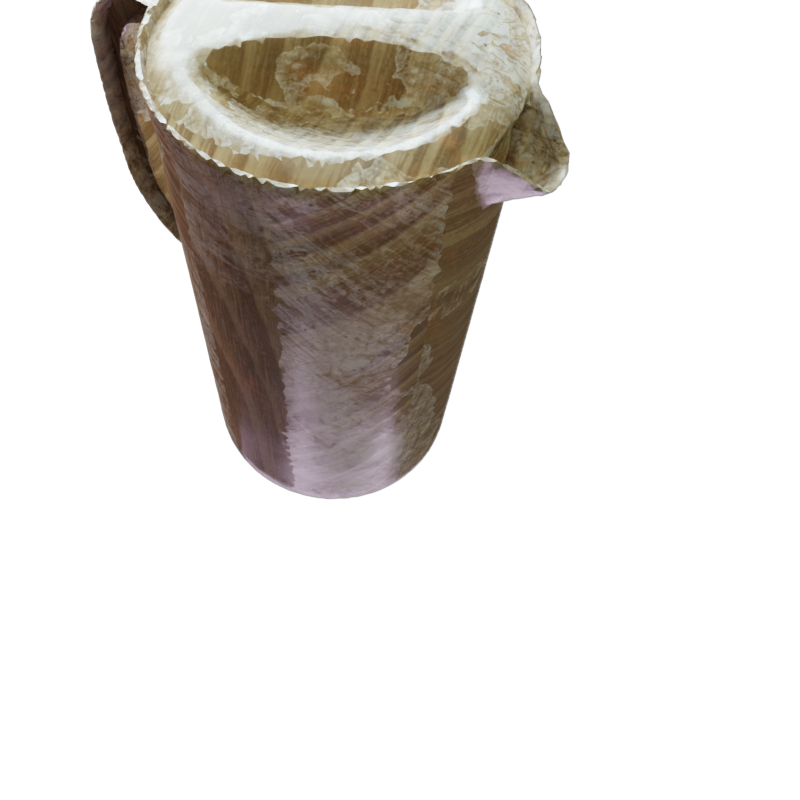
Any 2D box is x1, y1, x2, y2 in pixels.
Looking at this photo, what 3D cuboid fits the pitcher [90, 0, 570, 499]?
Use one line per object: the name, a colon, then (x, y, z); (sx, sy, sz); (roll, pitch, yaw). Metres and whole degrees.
pitcher: (-0.036, -0.065, 0.454); (0.144, 0.161, 0.227); (-11, -33, -11)
